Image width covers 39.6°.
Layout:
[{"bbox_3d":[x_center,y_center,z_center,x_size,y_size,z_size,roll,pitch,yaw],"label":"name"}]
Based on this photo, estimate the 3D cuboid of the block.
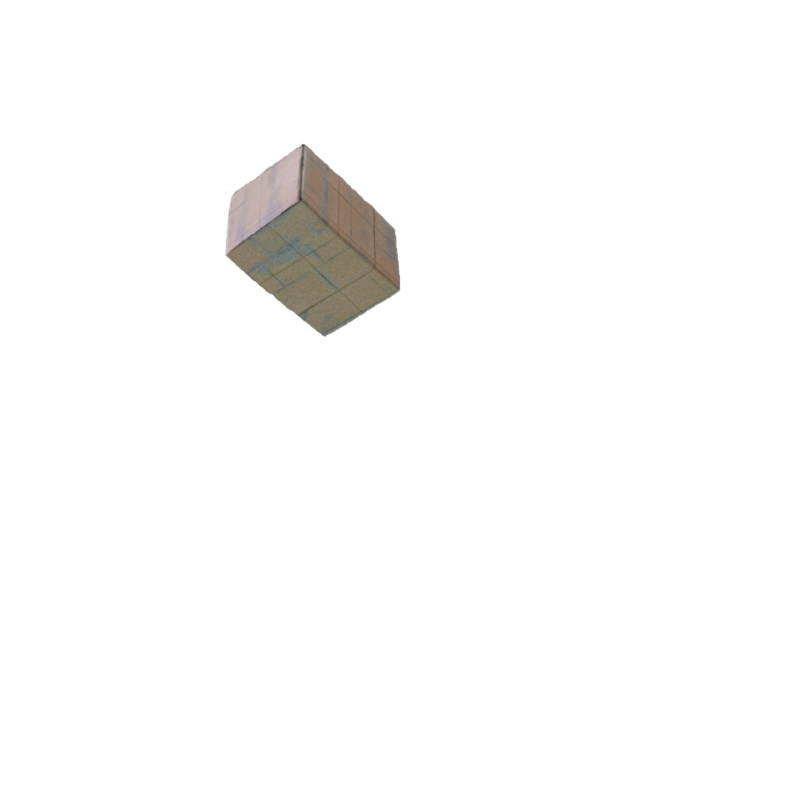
[{"bbox_3d":[-0.044,-0.081,0.568,0.052,0.055,0.073,-32,-54,25],"label":"block"}]
